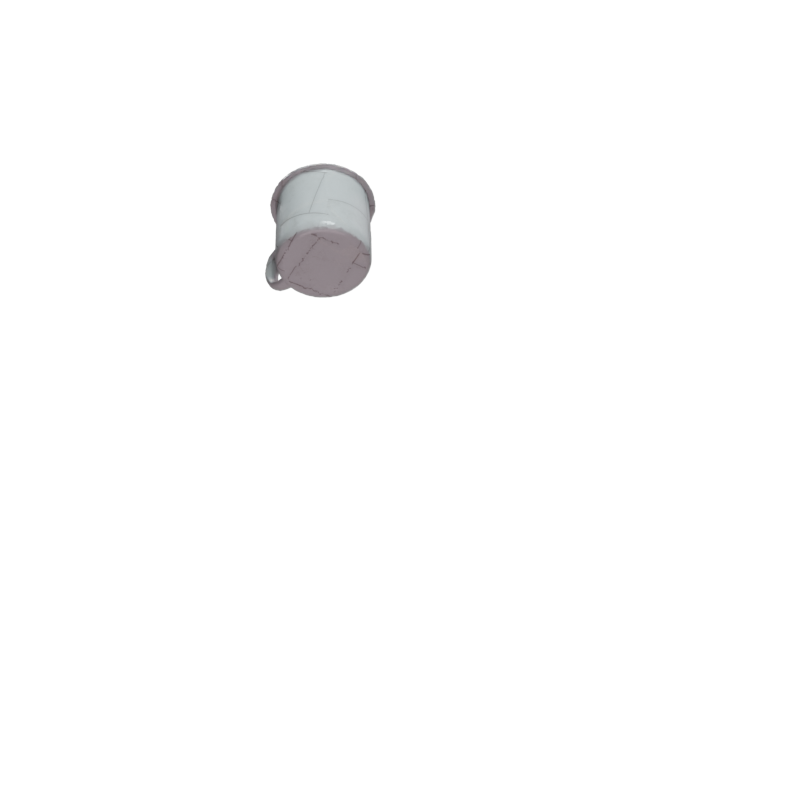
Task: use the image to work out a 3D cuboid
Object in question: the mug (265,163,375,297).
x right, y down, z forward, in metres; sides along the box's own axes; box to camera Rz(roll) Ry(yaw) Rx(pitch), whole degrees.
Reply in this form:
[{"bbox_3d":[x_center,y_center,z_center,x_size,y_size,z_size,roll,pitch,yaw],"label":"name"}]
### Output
[{"bbox_3d":[-0.075,-0.137,0.959,0.116,0.087,0.087,-35,-55,27],"label":"mug"}]
